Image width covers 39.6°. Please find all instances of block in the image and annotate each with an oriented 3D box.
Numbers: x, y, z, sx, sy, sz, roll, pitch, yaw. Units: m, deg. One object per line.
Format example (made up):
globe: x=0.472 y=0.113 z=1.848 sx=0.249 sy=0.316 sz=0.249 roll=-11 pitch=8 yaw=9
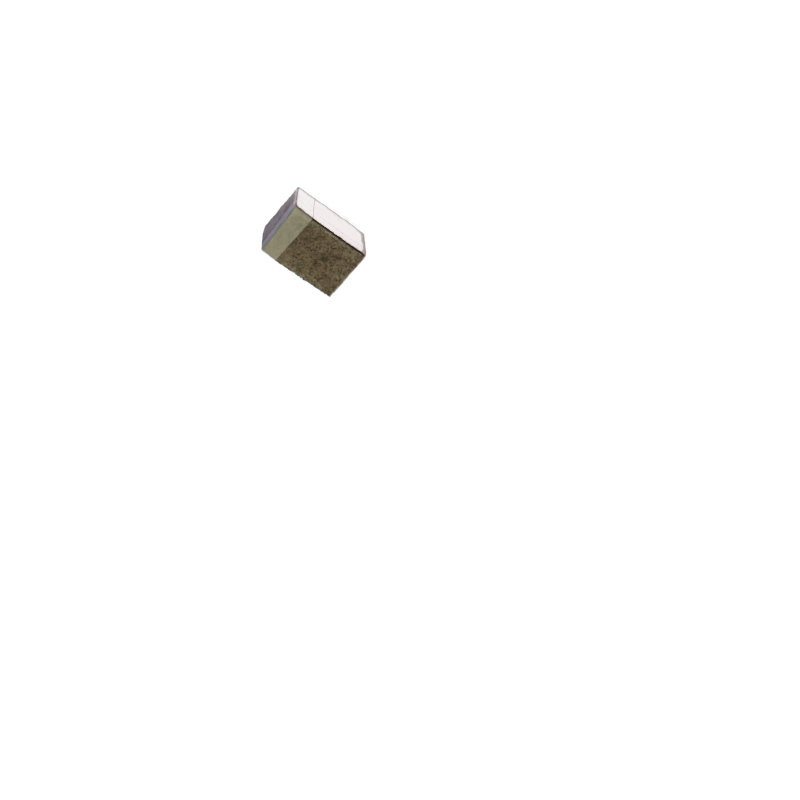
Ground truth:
block: x=-0.076 y=-0.139 z=0.971 sx=0.075 sy=0.052 sz=0.054 roll=35 pitch=21 yaw=-17
